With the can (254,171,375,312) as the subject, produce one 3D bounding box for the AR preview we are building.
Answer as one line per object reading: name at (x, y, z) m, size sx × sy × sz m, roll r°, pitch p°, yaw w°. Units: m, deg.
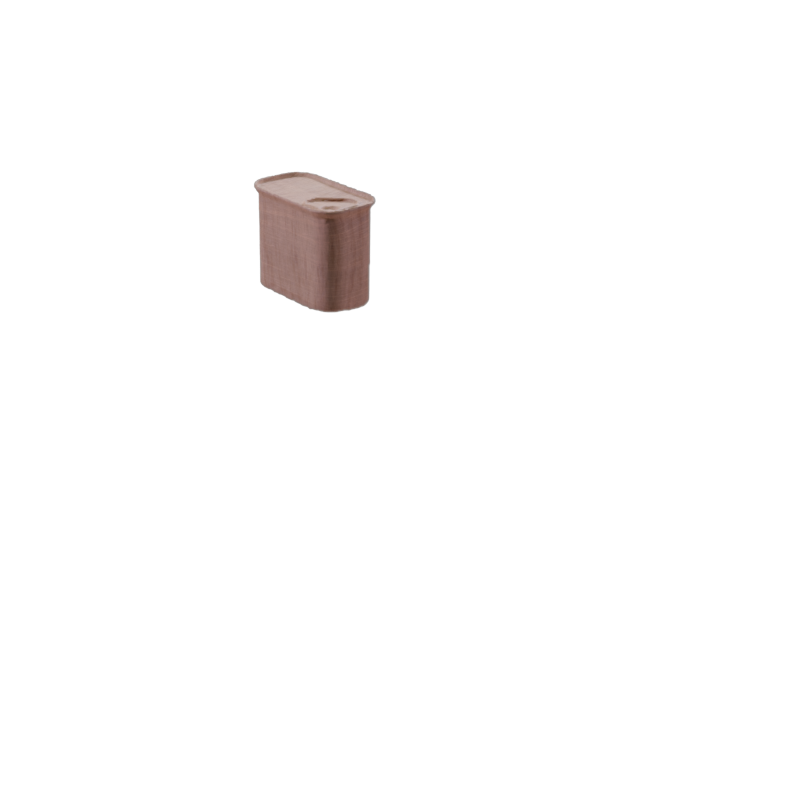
can at (-0.067, -0.122, 0.856) m, size 0.056 × 0.080 × 0.109 m, roll -17°, pitch 30°, yaw -37°
